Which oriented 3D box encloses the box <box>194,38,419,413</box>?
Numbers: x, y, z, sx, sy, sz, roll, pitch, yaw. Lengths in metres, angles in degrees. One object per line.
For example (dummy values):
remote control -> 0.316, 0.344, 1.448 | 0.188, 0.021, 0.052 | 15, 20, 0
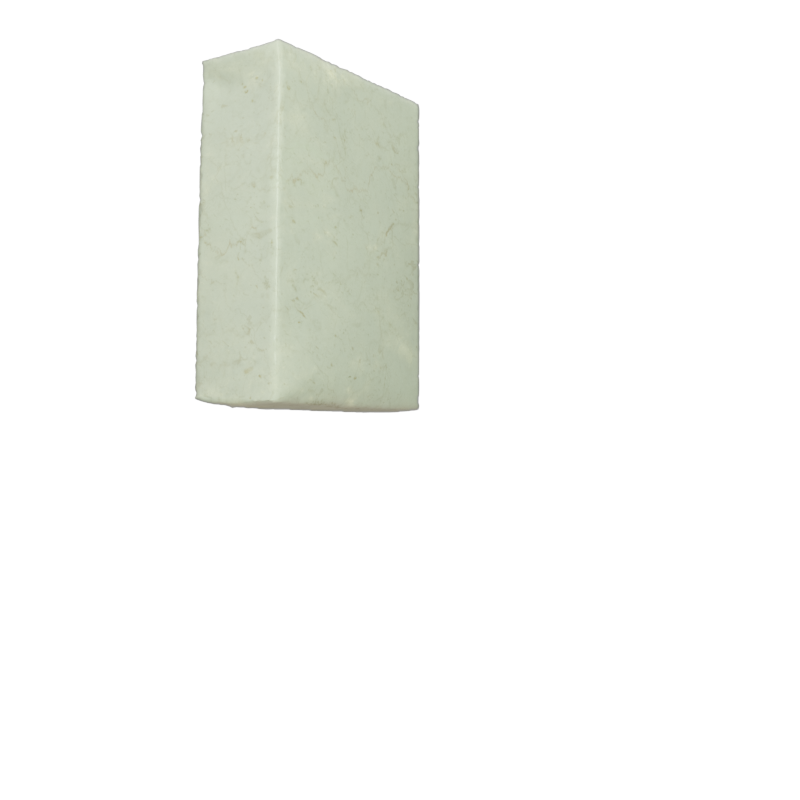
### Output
box -> -0.056, -0.101, 0.710 | 0.074, 0.219, 0.156 | -6, -9, 33
